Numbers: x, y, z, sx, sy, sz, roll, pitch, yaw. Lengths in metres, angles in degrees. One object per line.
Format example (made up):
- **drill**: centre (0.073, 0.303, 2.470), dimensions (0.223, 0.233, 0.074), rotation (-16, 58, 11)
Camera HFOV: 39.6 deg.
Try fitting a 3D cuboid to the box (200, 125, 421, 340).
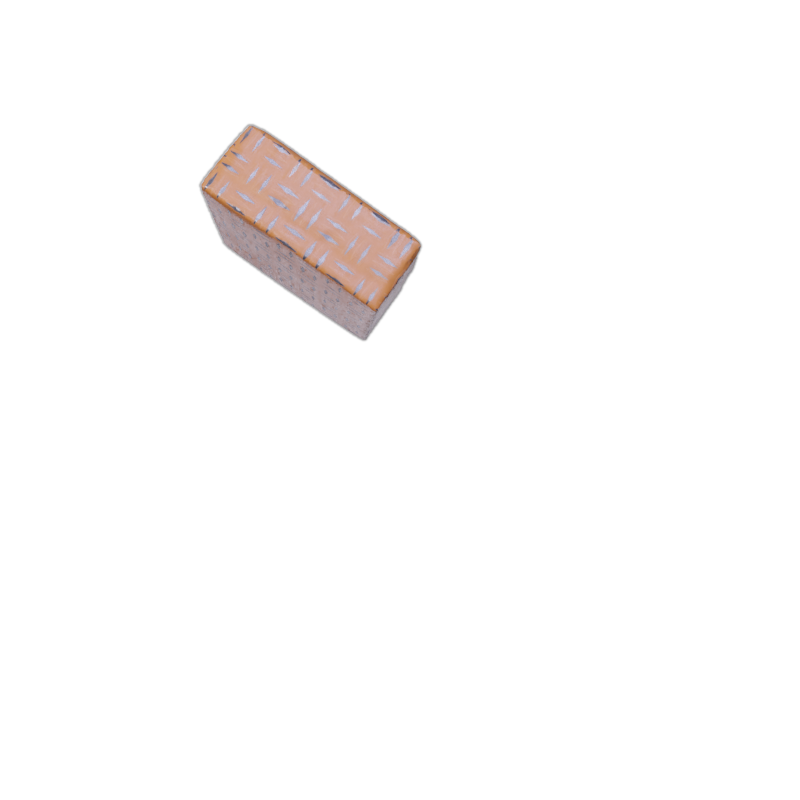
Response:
- **box**: centre (-0.072, -0.132, 0.925), dimensions (0.166, 0.072, 0.210), rotation (36, -6, 2)
